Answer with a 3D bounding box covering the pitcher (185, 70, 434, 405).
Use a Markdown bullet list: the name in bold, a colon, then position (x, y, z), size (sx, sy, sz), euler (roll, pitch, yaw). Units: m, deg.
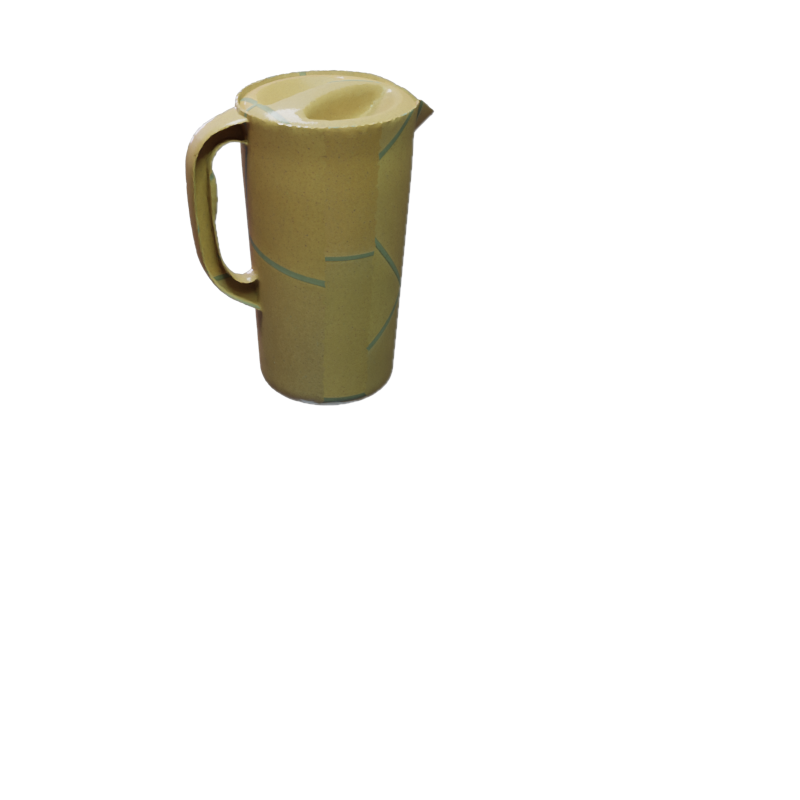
- **pitcher**: position (-0.066, -0.121, 0.845), size (0.154, 0.230, 0.149), euler (12, 30, 18)
